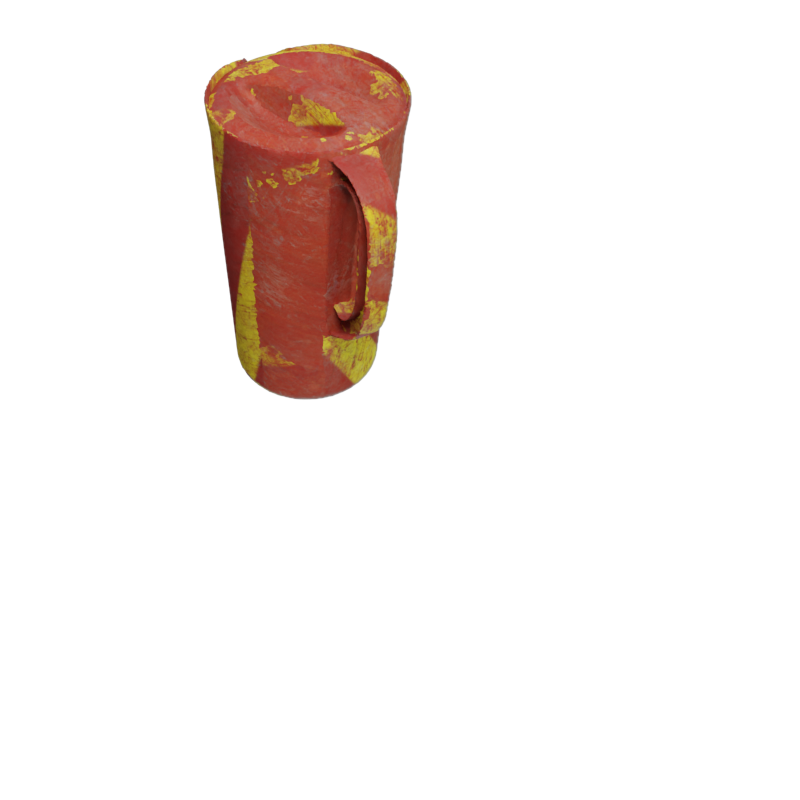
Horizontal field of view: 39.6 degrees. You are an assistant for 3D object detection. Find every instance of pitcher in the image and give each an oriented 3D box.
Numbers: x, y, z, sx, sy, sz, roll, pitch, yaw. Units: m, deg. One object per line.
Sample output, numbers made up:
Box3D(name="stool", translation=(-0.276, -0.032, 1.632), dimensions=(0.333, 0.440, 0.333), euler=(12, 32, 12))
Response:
Box3D(name="pitcher", translation=(-0.061, -0.110, 0.773), dimensions=(0.148, 0.226, 0.157), euler=(13, 44, 10))
